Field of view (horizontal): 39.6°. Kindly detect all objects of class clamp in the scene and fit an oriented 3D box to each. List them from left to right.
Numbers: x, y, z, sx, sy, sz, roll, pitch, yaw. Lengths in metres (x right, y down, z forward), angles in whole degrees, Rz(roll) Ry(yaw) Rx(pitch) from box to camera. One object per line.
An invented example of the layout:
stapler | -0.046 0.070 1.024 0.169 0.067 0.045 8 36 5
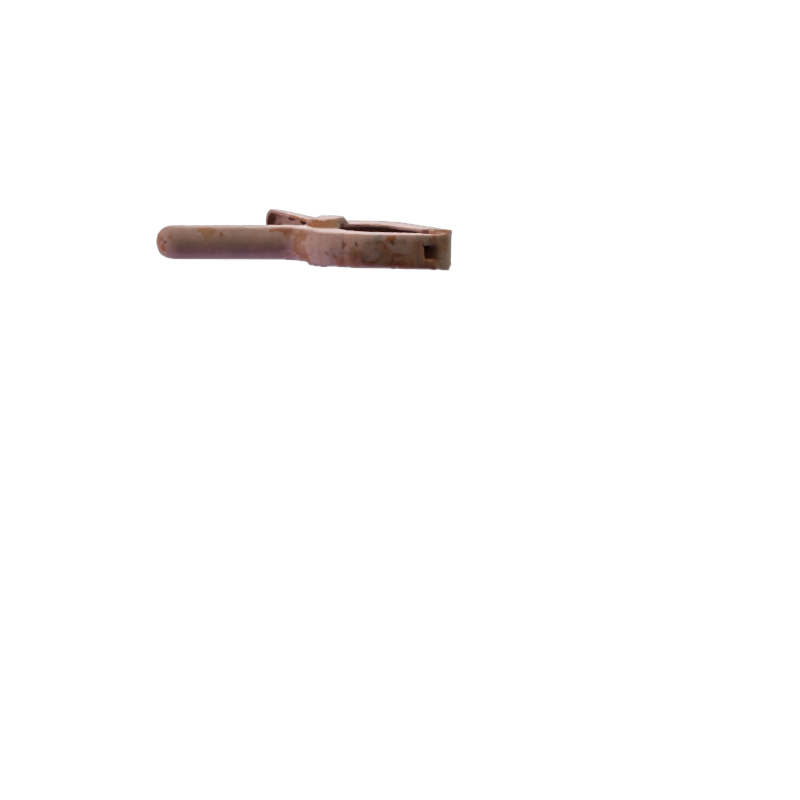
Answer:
clamp | -0.065 -0.118 0.830 0.220 0.035 0.162 11 19 33
